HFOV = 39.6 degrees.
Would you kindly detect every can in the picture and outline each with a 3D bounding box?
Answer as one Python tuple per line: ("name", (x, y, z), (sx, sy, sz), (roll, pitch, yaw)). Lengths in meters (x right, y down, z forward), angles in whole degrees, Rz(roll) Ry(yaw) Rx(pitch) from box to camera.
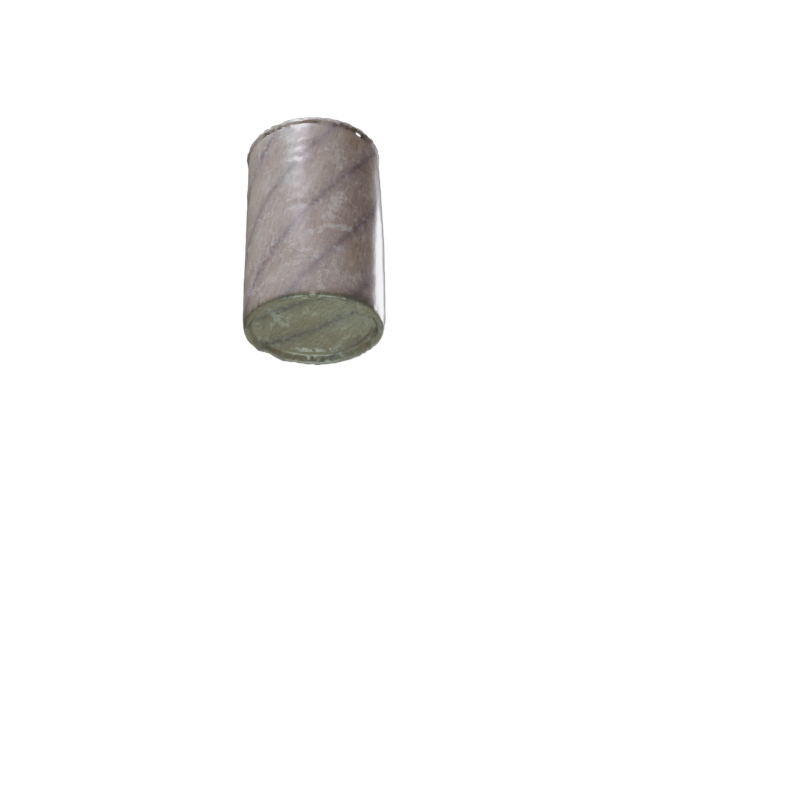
("can", (-0.042, -0.077, 0.540), (0.068, 0.109, 0.064), (-1, -31, -2))
